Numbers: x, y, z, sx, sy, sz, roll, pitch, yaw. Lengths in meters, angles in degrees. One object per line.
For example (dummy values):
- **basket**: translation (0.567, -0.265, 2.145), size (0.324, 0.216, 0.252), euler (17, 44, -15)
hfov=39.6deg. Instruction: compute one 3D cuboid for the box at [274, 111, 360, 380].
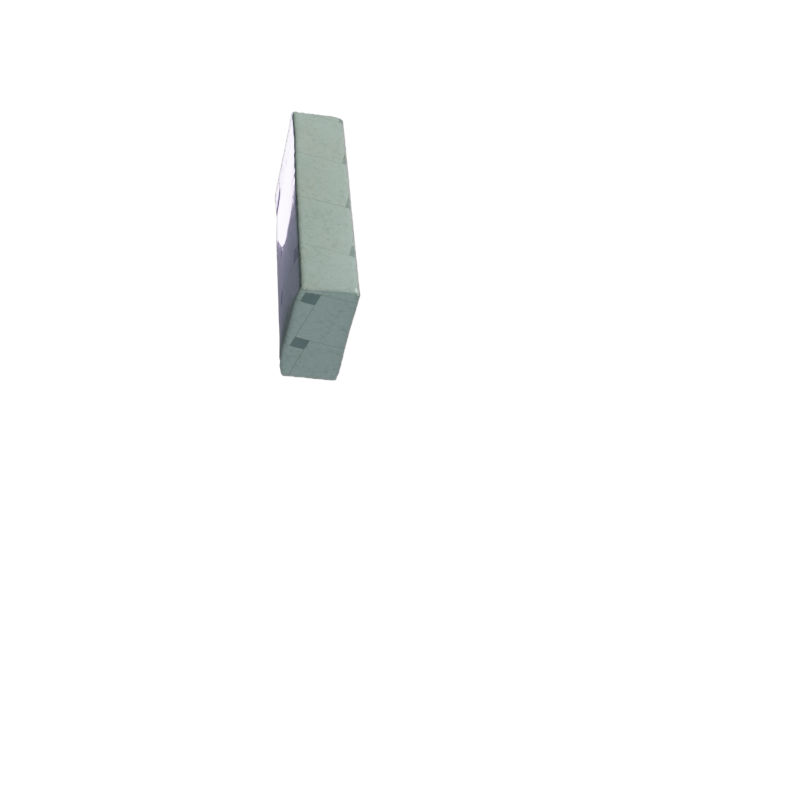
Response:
- **box**: translation (-0.061, -0.111, 0.779), size (0.047, 0.189, 0.088), euler (6, -41, -11)
